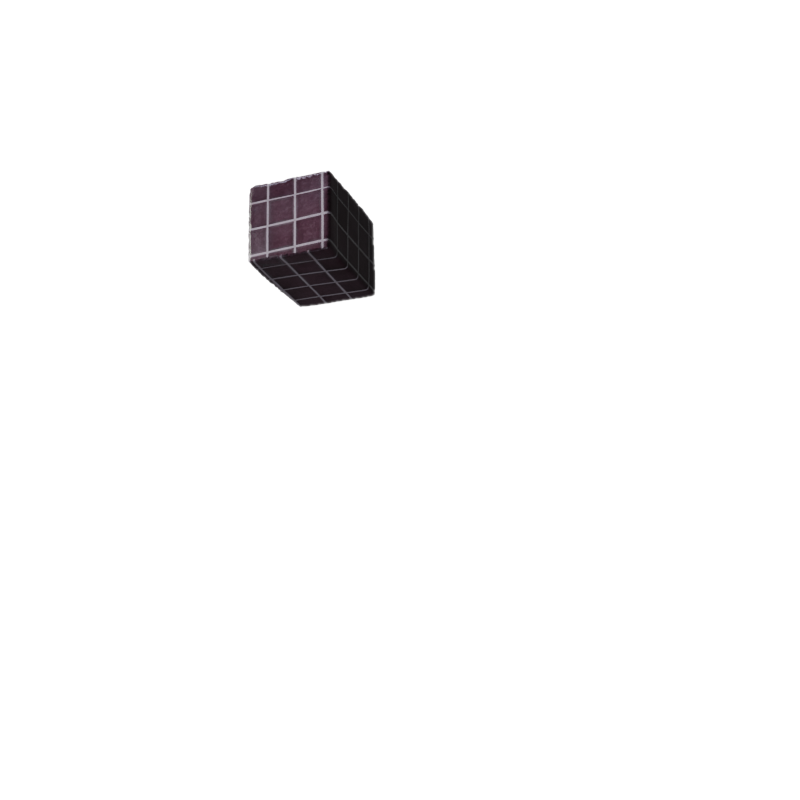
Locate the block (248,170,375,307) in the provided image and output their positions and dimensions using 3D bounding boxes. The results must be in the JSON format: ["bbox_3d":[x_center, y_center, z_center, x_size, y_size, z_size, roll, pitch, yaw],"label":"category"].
[{"bbox_3d":[-0.053,-0.096,0.671,0.054,0.054,0.073,-8,-22,18],"label":"block"}]
